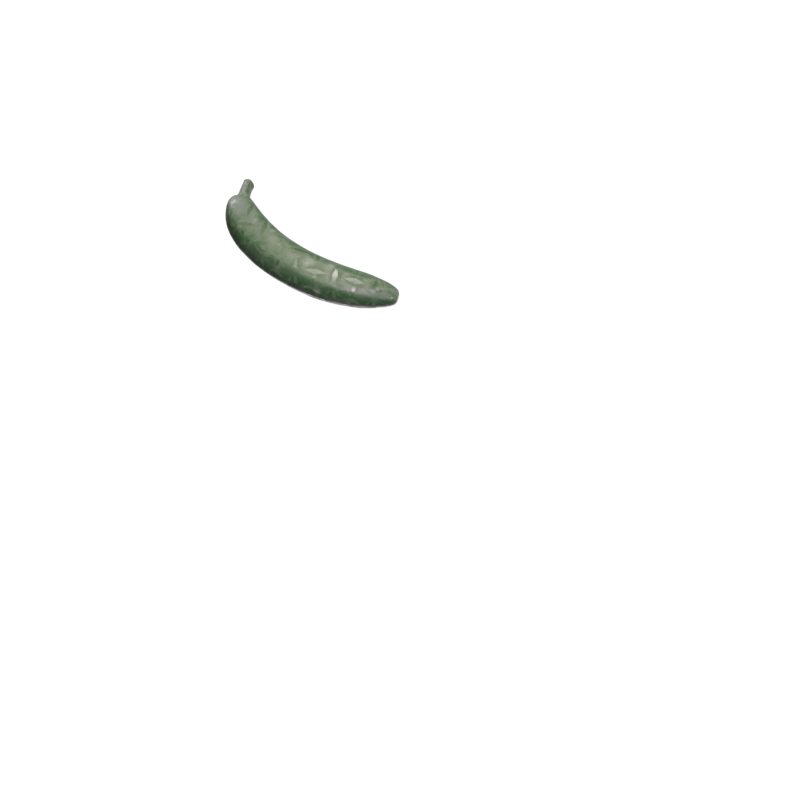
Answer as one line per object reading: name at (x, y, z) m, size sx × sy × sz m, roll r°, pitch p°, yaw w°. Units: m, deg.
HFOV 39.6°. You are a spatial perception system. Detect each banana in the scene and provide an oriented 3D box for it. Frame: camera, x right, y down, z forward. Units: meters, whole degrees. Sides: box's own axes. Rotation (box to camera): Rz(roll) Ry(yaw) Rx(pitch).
banana at (-0.093, -0.133, 0.991) m, size 0.209 × 0.070 × 0.034 m, roll 39°, pitch -25°, yaw 23°
